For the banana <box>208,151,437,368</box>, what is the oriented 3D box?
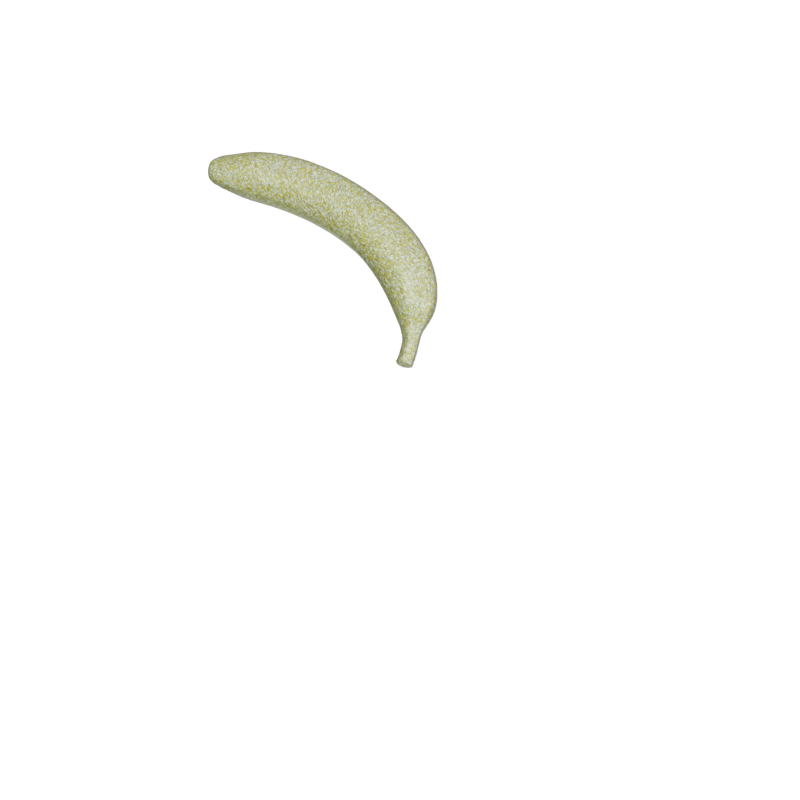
[{"bbox_3d":[-0.041,-0.112,0.726,0.070,0.208,0.035,-38,-22,-19],"label":"banana"}]
